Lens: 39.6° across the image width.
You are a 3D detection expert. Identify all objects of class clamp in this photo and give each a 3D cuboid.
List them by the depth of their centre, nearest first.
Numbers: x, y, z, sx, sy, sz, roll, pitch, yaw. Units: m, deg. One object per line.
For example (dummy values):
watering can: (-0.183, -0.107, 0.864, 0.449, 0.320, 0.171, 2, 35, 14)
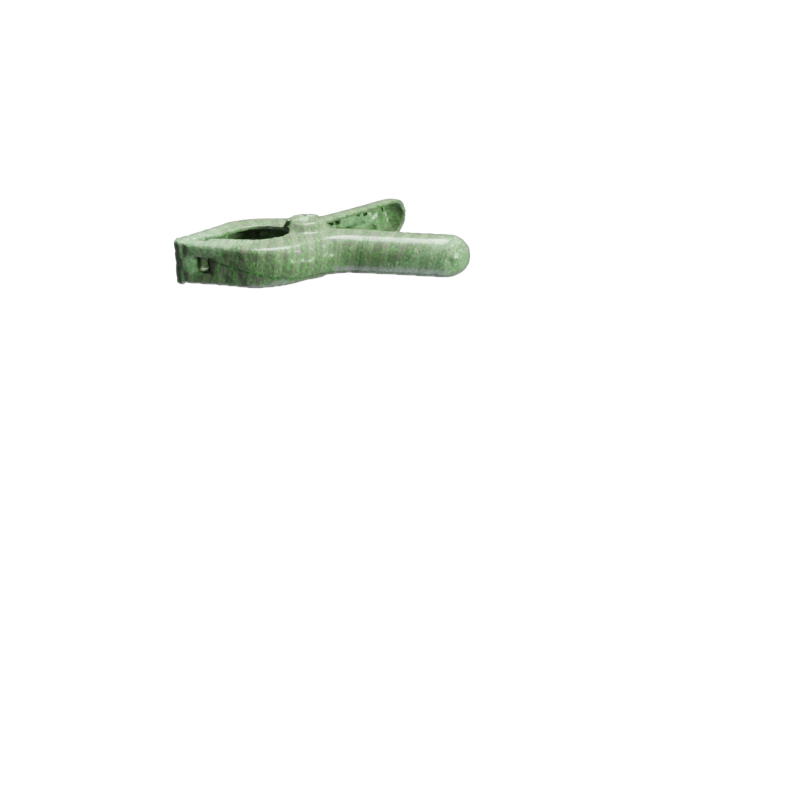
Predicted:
clamp: (-0.054, -0.098, 0.686, 0.170, 0.038, 0.125, -3, 17, -9)
